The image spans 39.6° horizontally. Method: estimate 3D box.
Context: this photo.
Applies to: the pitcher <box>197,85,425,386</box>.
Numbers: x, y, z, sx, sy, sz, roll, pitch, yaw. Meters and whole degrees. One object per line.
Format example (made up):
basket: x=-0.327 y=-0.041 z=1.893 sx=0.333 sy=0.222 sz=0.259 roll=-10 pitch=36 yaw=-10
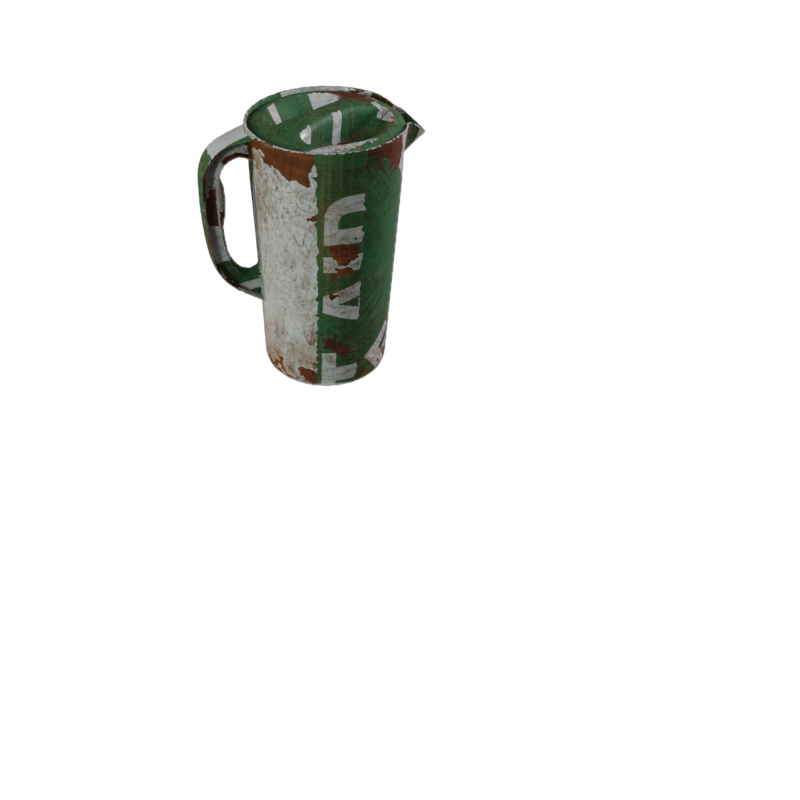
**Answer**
pitcher: x=-0.074 y=-0.135 z=0.944 sx=0.155 sy=0.228 sz=0.148 roll=17 pitch=36 yaw=21
